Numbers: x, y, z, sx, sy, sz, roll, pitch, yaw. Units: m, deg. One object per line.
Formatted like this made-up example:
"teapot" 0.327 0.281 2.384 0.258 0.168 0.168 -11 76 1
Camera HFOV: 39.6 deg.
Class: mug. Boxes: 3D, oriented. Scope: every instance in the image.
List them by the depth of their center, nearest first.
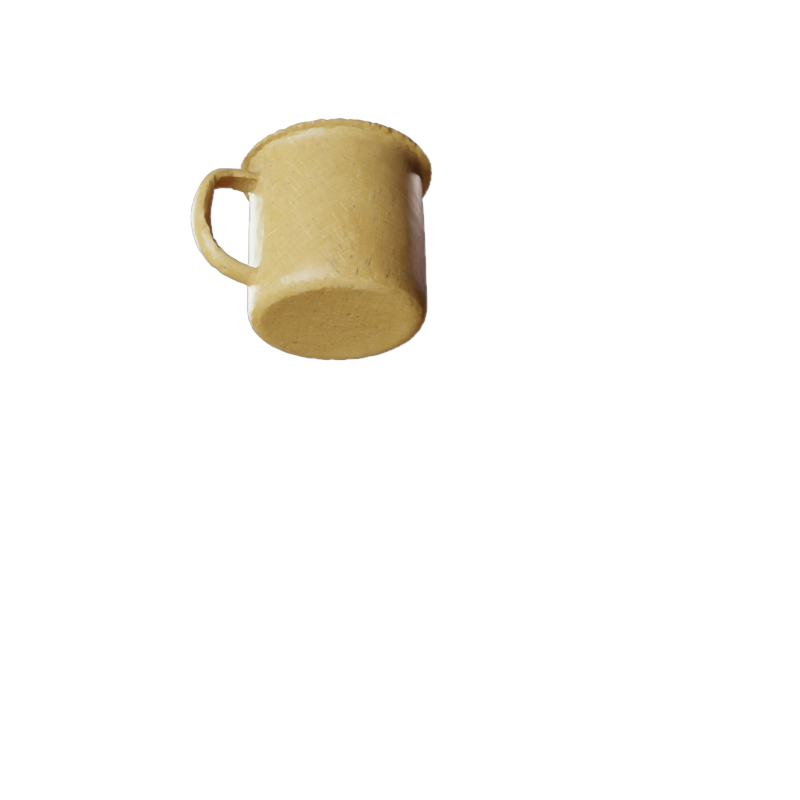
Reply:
"mug" -0.040 -0.073 0.511 0.112 0.087 0.091 13 -31 -25
